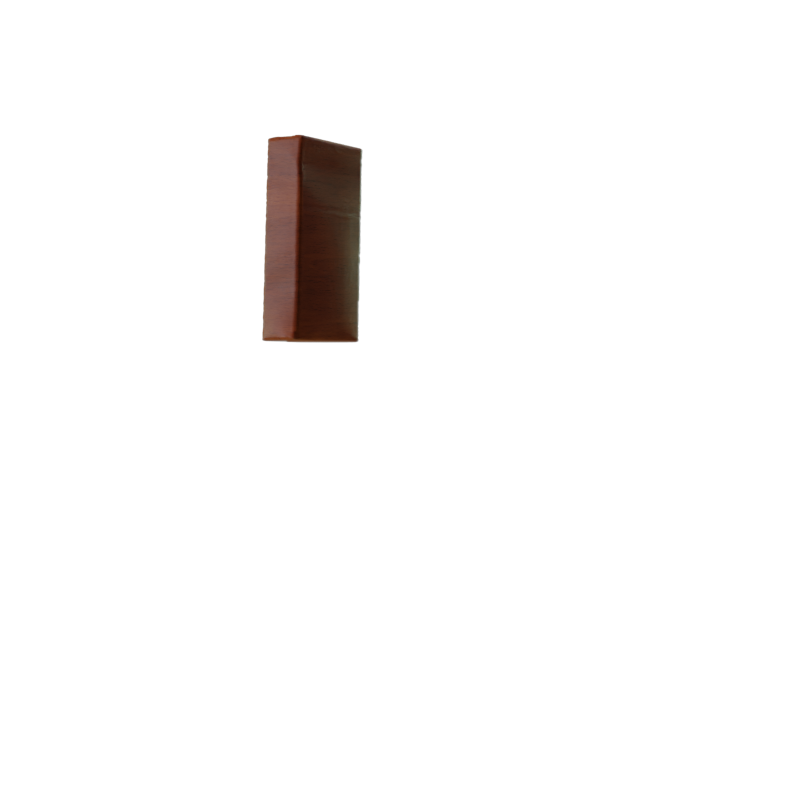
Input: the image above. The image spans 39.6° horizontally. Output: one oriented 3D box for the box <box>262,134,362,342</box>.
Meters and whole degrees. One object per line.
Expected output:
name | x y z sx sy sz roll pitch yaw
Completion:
box | -0.077 -0.139 0.976 0.050 0.179 0.089 -4 -5 35
